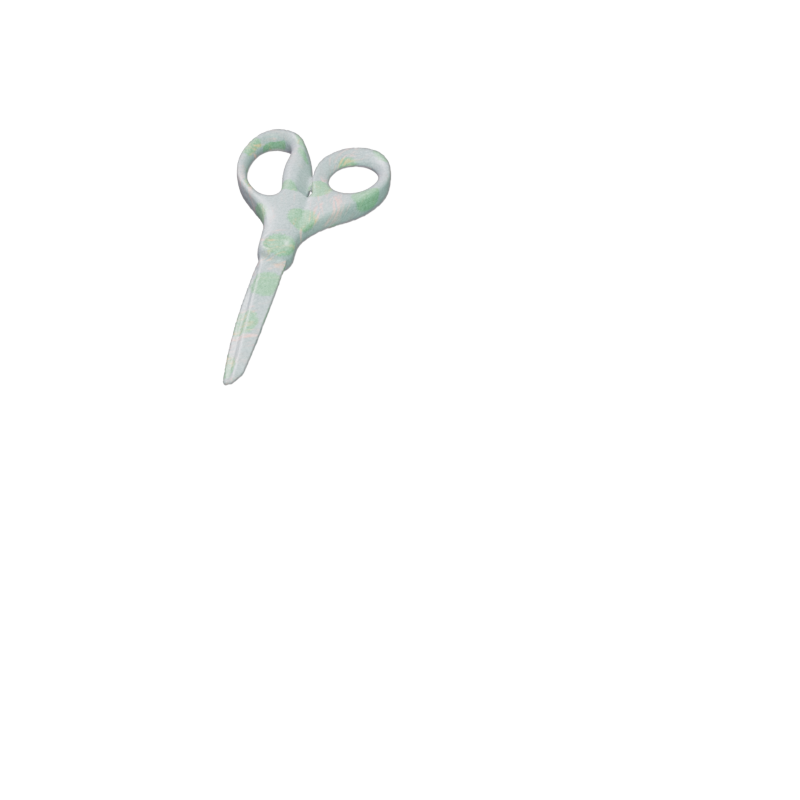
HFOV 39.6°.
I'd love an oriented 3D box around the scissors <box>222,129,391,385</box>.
[{"bbox_3d":[-0.045,-0.083,0.580,0.096,0.015,0.217,-5,43,-5],"label":"scissors"}]
